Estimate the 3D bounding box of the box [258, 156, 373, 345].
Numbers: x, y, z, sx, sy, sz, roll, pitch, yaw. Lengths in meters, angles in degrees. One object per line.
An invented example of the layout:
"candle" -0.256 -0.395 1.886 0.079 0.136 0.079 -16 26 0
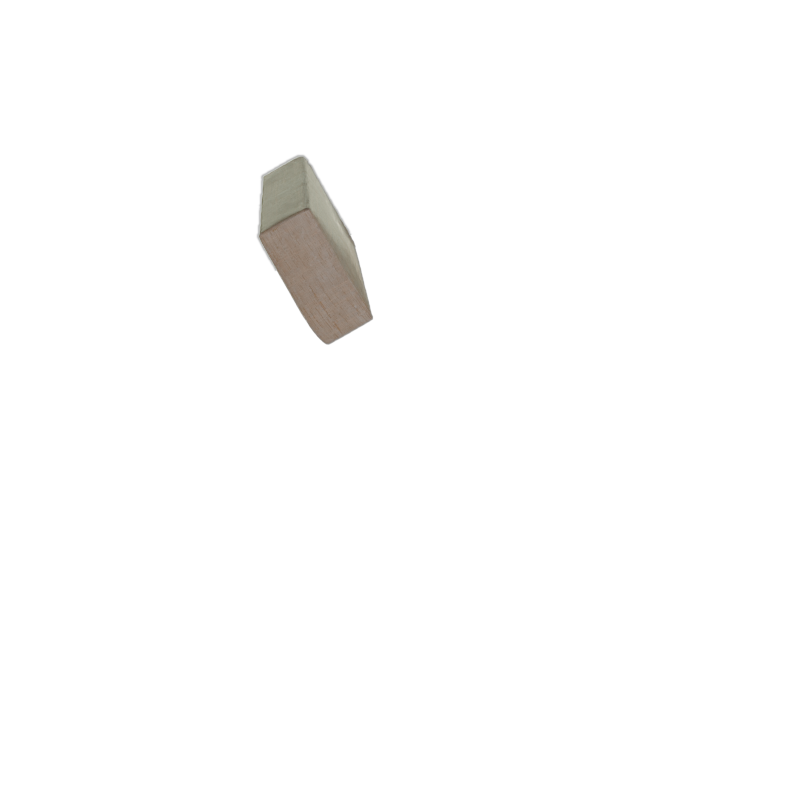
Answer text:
"box" -0.064 -0.117 0.819 0.048 0.089 0.185 -27 23 8
